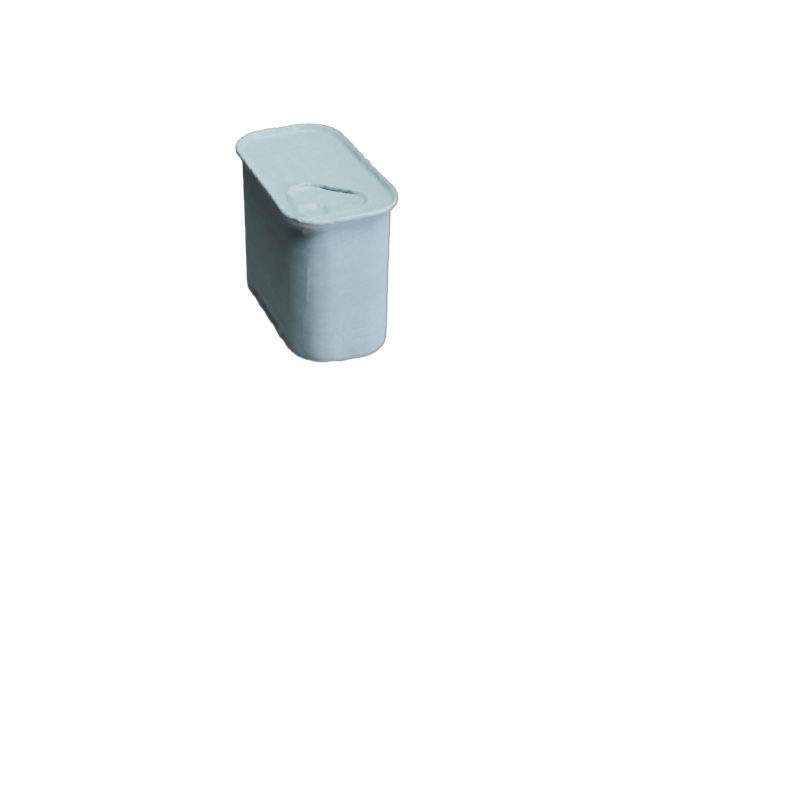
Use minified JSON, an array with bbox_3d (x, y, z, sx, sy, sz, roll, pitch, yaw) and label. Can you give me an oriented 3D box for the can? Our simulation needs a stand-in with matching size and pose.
[{"bbox_3d":[-0.044,-0.080,0.557,0.057,0.079,0.110,-12,37,-20],"label":"can"}]
